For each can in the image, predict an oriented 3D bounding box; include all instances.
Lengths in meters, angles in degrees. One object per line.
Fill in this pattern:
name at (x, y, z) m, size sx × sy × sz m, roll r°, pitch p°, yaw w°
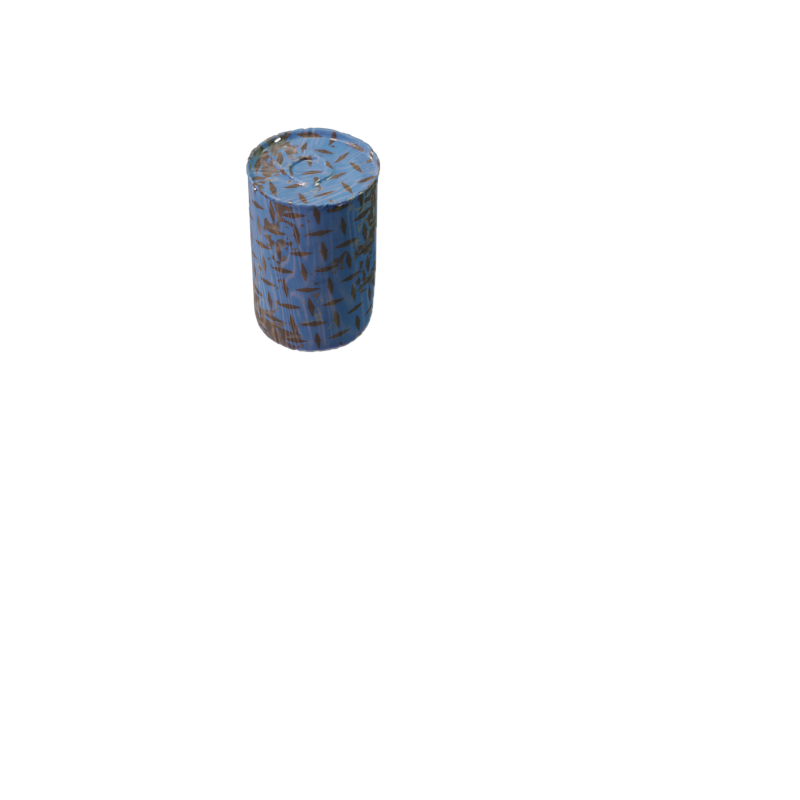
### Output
can at (-0.046, -0.084, 0.591) m, size 0.068 × 0.095 × 0.074 m, roll 0°, pitch 43°, yaw -3°
